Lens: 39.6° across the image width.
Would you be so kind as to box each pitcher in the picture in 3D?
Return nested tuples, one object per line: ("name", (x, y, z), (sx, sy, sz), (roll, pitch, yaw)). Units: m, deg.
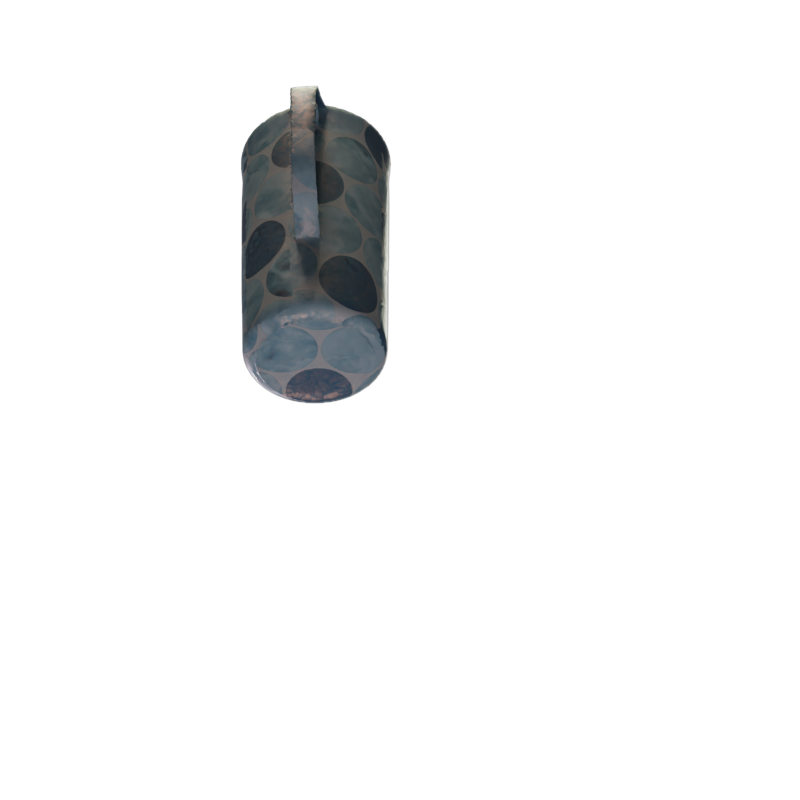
("pitcher", (-0.070, -0.128, 0.894), (0.141, 0.261, 0.143), (32, -54, -30))
